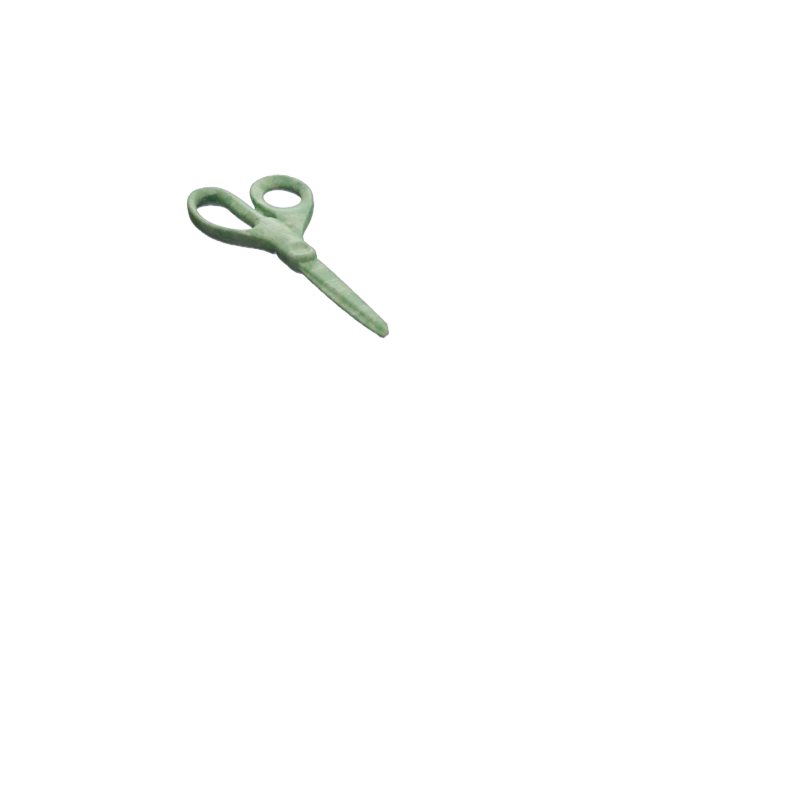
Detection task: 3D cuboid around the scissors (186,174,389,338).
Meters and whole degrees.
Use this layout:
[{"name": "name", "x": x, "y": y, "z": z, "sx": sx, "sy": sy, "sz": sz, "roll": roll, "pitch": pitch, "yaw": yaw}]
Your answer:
[{"name": "scissors", "x": -0.058, "y": -0.105, "z": 0.736, "sx": 0.215, "sy": 0.015, "sz": 0.097, "roll": 29, "pitch": 47, "yaw": 32}]
